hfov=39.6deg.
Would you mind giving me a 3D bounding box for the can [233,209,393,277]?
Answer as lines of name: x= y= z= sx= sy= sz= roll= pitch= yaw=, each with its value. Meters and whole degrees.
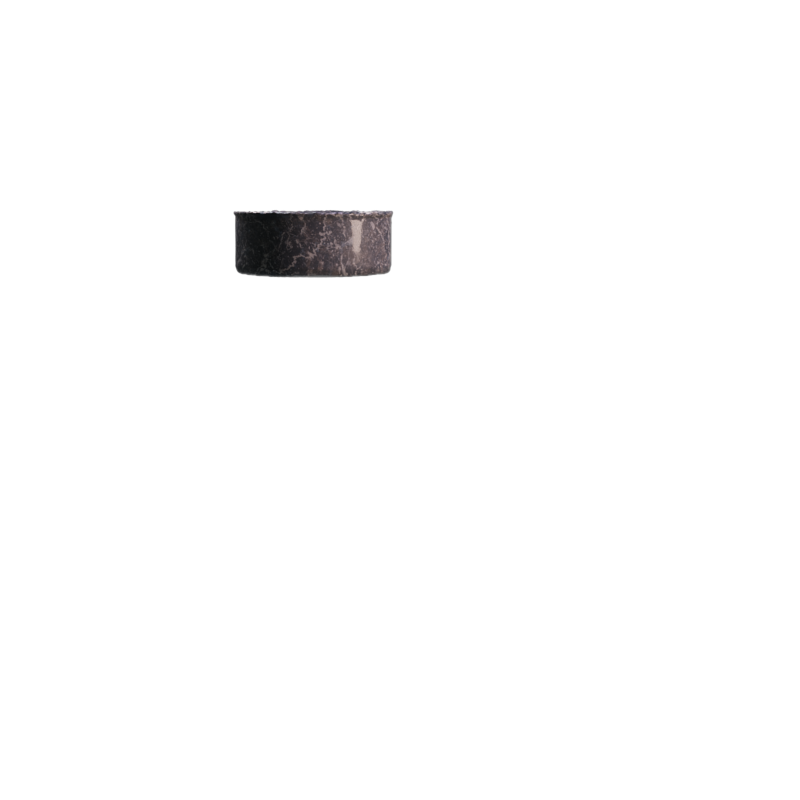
can: x=-0.047 y=-0.085 z=0.597 sx=0.086 sy=0.033 sz=0.087 roll=0 pitch=9 yaw=-2
